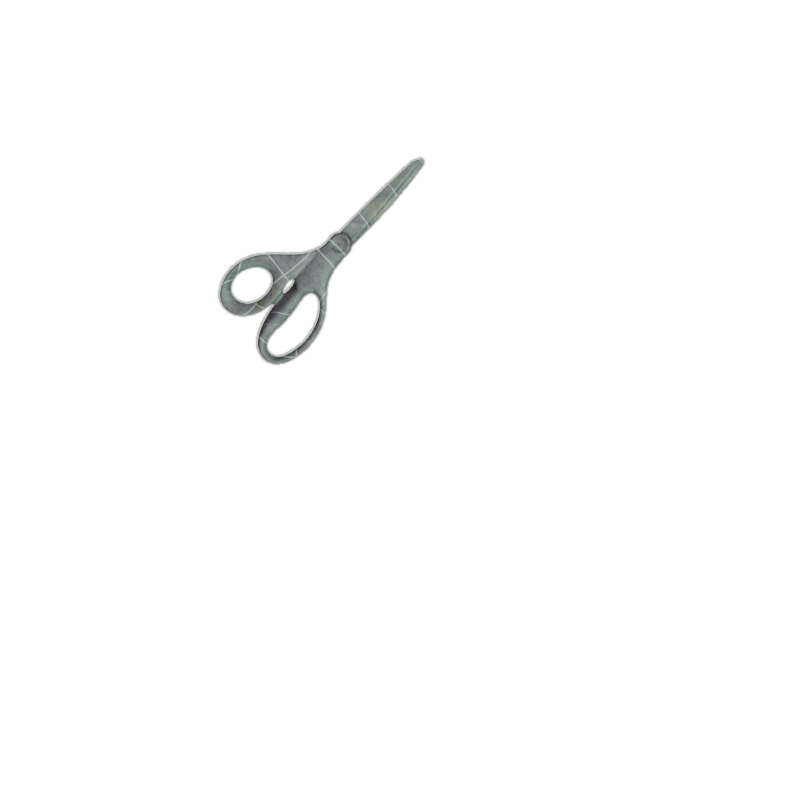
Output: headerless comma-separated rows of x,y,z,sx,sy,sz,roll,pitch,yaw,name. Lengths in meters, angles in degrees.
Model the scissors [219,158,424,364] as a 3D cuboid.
-0.069,-0.126,0.885,0.097,0.204,0.015,28,-6,3,scissors
